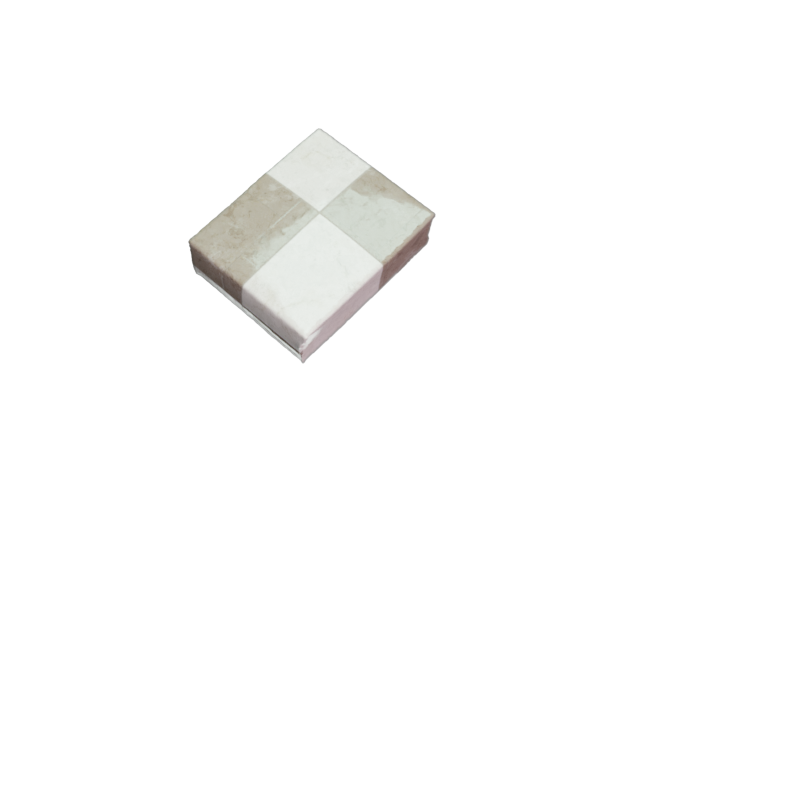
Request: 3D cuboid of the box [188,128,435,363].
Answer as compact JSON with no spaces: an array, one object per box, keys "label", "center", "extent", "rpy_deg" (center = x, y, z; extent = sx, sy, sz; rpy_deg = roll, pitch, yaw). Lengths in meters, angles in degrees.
[{"label":"box","center":[-0.050,-0.090,0.633],"extent":[0.094,0.115,0.037],"rpy_deg":[37,-23,18]}]
